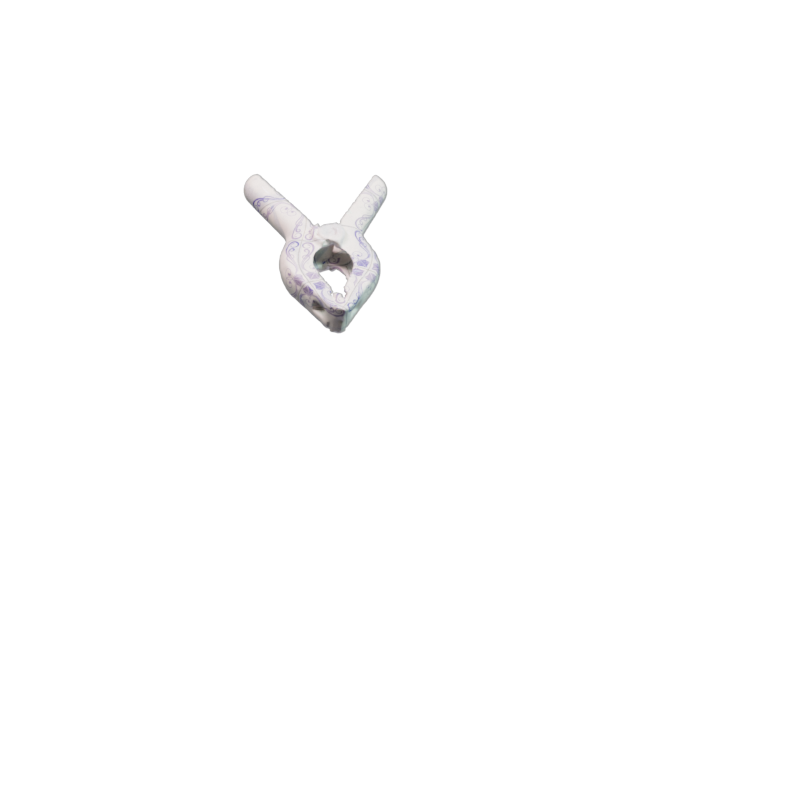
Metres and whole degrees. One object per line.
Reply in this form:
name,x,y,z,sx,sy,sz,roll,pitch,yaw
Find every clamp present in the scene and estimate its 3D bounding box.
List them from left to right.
clamp,-0.069,-0.126,0.884,0.120,0.036,0.184,0,44,0
